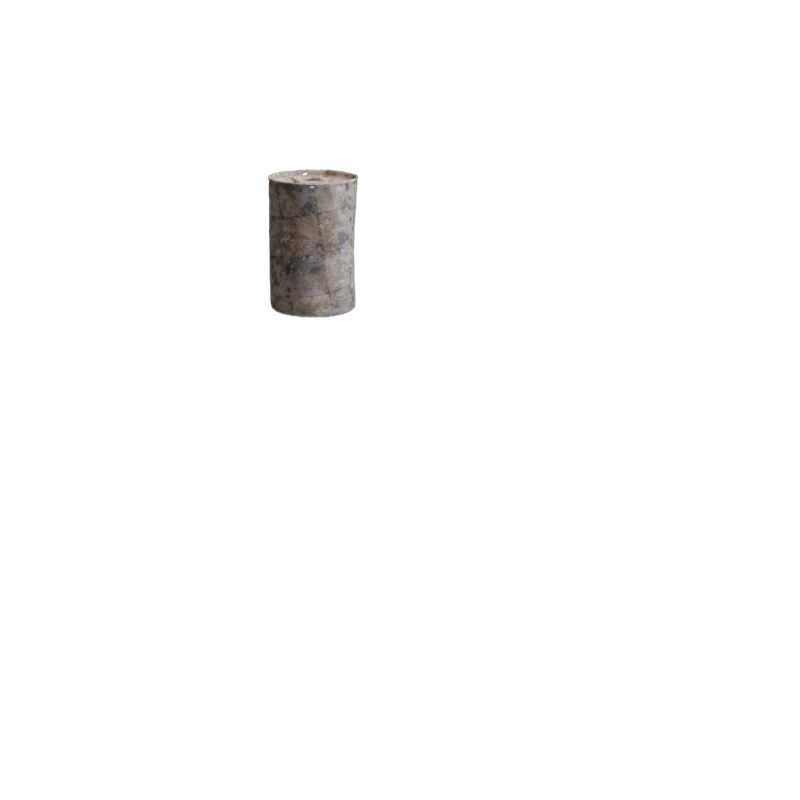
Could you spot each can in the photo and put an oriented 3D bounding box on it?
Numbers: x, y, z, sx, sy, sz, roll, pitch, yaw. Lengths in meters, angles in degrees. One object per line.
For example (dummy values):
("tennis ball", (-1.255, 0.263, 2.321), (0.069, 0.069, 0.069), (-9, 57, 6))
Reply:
("can", (-0.066, -0.120, 0.844), (0.068, 0.099, 0.071), (0, 15, -2))
